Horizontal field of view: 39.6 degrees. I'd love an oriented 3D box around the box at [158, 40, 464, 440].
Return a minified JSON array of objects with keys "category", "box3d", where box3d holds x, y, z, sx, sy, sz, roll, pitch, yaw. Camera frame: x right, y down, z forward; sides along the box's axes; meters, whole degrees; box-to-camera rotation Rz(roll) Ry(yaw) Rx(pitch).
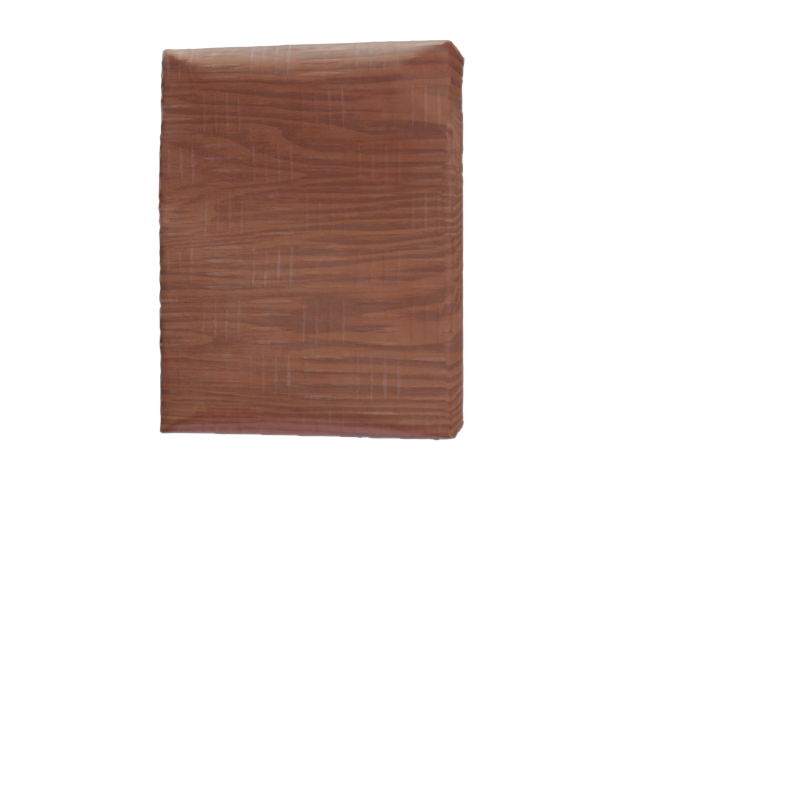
[{"category":"box","box3d":[-0.048,-0.088,0.618,0.167,0.213,0.071,1,1,11]}]
